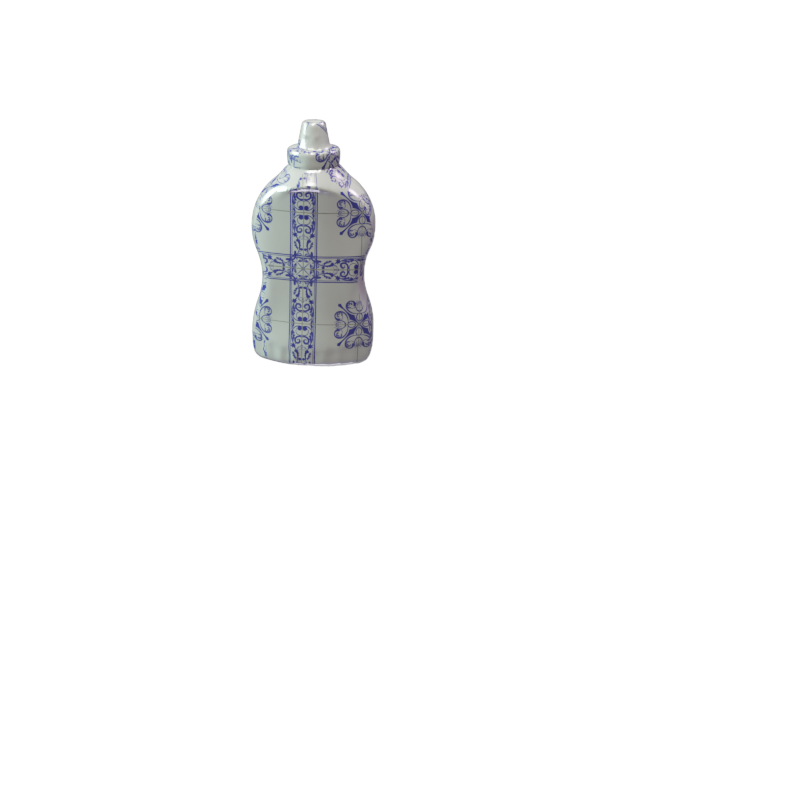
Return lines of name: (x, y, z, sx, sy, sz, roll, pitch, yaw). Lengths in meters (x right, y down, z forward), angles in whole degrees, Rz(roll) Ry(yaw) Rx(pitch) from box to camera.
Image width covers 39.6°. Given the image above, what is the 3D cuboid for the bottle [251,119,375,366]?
bottle: (-0.068, -0.124, 0.870, 0.097, 0.184, 0.060, 4, 19, 7)
